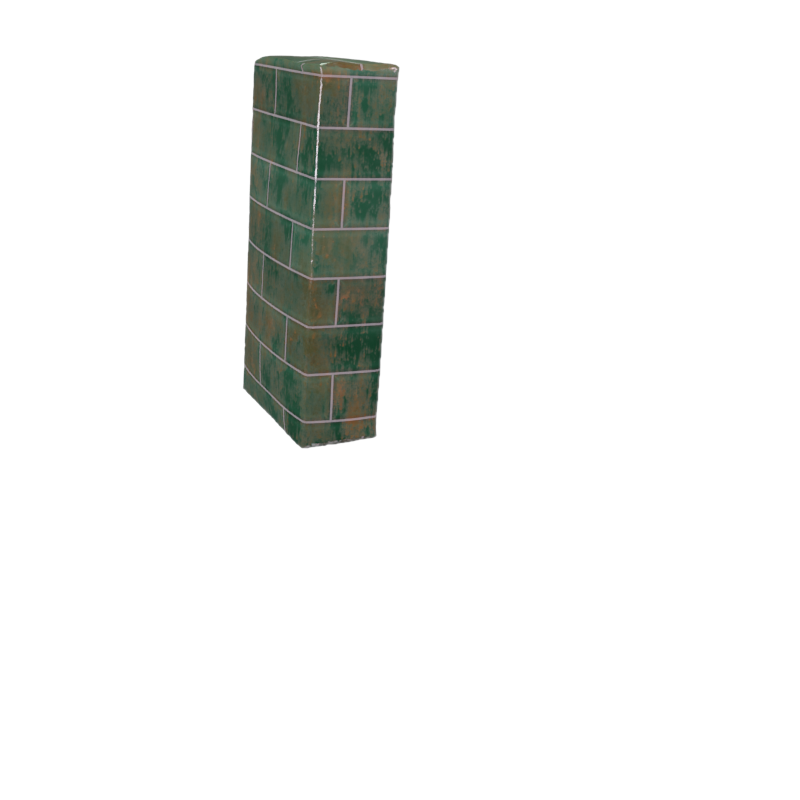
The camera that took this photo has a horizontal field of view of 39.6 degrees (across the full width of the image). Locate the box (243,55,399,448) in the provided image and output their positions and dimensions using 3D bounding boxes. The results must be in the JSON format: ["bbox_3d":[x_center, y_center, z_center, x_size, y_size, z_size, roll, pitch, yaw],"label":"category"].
[{"bbox_3d":[-0.042,-0.077,0.537,0.047,0.171,0.098,-5,14,-24],"label":"box"}]
